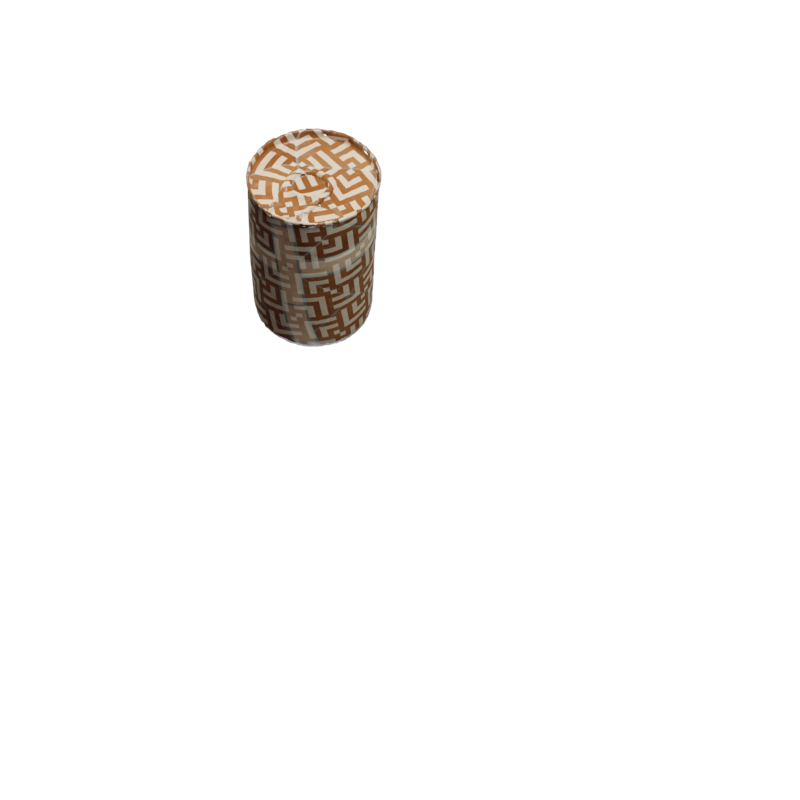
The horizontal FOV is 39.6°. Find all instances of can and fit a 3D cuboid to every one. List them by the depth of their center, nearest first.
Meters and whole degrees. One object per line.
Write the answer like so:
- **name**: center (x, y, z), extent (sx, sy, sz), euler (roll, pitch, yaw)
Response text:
- **can**: center (-0.046, -0.084, 0.591), extent (0.068, 0.073, 0.095), euler (0, -38, -3)
